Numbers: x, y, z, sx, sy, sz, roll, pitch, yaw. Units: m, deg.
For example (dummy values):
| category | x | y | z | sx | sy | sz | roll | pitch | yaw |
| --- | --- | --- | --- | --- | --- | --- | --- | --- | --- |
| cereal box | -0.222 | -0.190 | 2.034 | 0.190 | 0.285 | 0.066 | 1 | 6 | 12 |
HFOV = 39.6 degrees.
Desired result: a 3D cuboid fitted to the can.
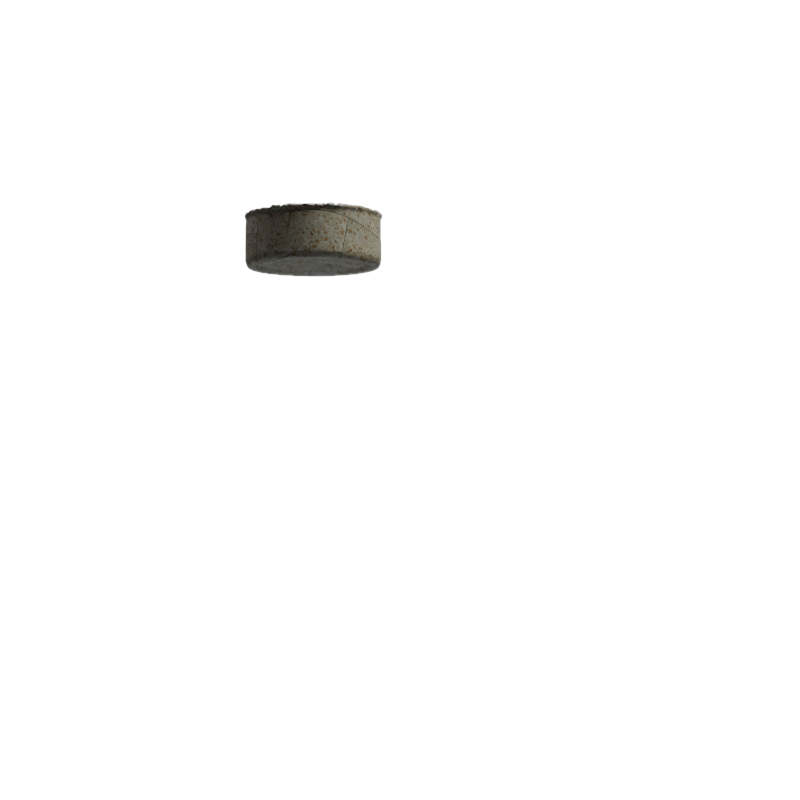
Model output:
| category | x | y | z | sx | sy | sz | roll | pitch | yaw |
| --- | --- | --- | --- | --- | --- | --- | --- | --- | --- |
| can | -0.054 | -0.099 | 0.691 | 0.086 | 0.034 | 0.085 | 0 | -2 | -2 |
